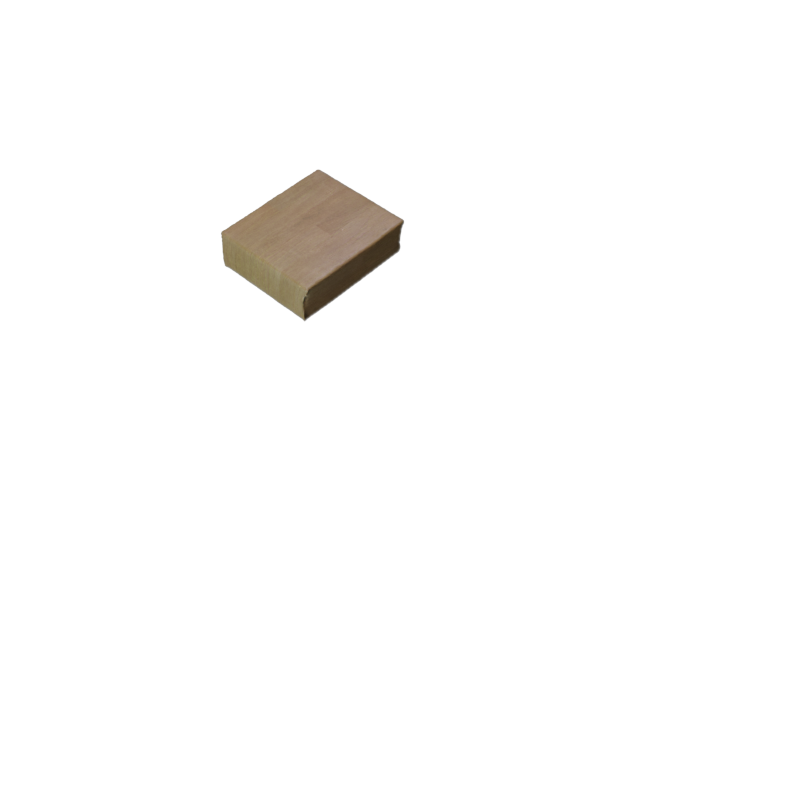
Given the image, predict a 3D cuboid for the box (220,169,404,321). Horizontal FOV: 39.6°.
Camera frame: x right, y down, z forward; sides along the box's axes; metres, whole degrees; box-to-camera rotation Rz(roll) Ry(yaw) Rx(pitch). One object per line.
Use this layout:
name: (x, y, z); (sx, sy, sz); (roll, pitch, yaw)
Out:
box: (-0.067, -0.121, 0.849); (0.095, 0.036, 0.115); (32, 54, 26)
